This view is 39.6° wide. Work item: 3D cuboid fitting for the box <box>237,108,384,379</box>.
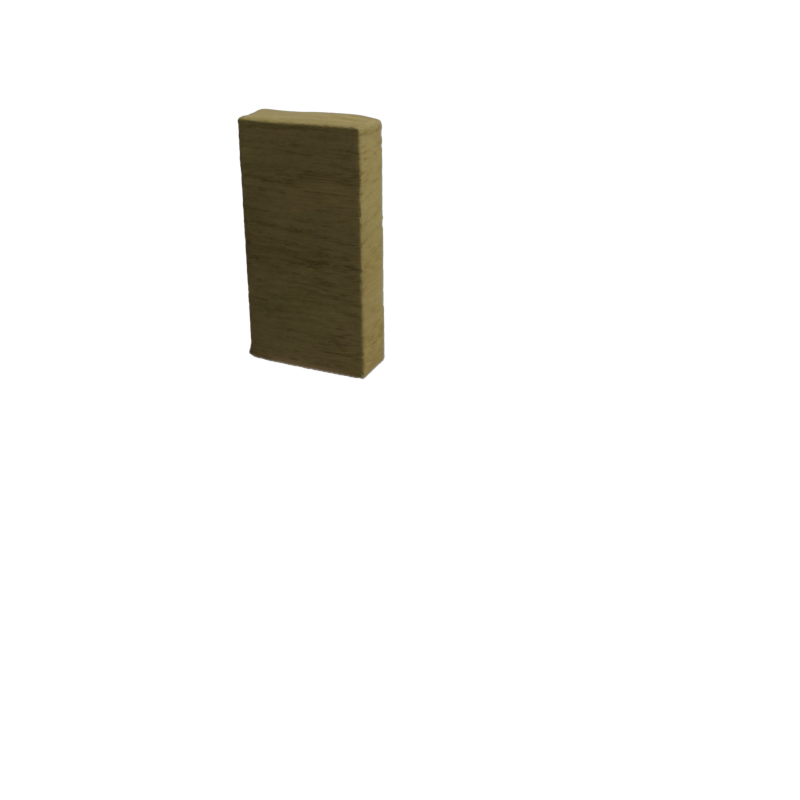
[{"bbox_3d":[-0.059,-0.109,0.763,0.097,0.169,0.048,10,19,24],"label":"box"}]
